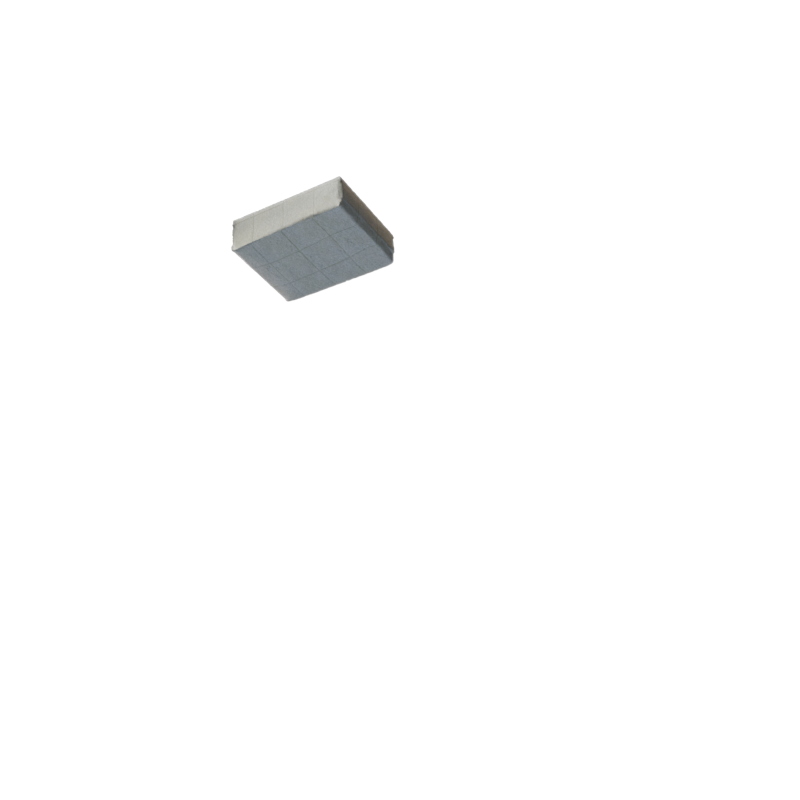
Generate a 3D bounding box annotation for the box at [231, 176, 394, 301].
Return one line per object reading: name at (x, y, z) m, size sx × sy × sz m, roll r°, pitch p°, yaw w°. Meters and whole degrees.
box at (-0.075, -0.136, 0.954) m, size 0.114 × 0.042 × 0.083 m, roll -20°, pitch -41°, yaw 24°
